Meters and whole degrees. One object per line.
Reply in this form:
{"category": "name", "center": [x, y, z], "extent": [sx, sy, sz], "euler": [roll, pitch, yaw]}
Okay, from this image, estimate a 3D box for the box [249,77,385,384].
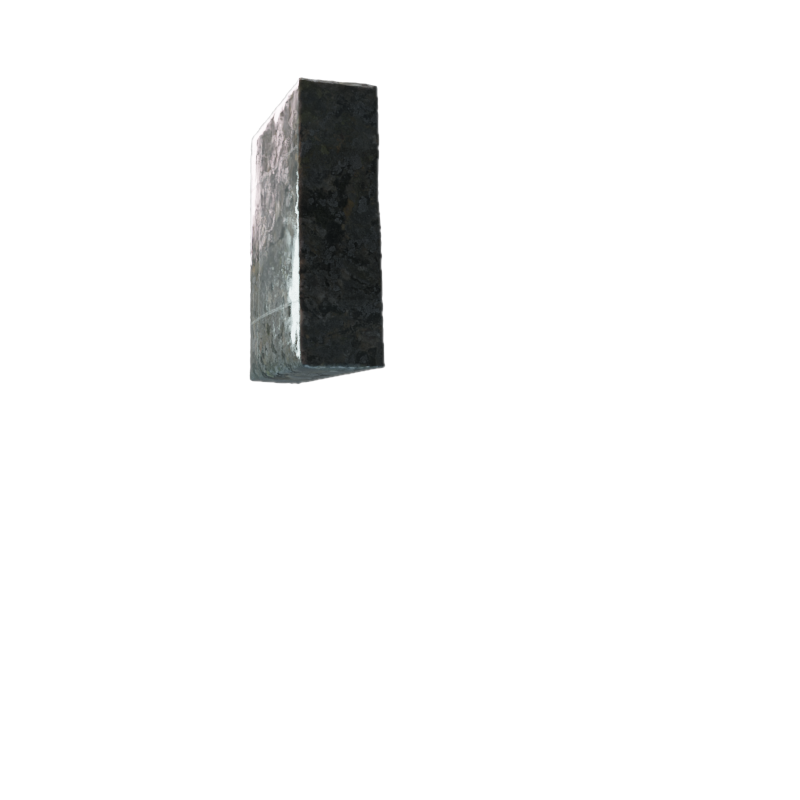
{"category": "box", "center": [-0.068, -0.125, 0.874], "extent": [0.070, 0.219, 0.165], "euler": [3, -9, -20]}
